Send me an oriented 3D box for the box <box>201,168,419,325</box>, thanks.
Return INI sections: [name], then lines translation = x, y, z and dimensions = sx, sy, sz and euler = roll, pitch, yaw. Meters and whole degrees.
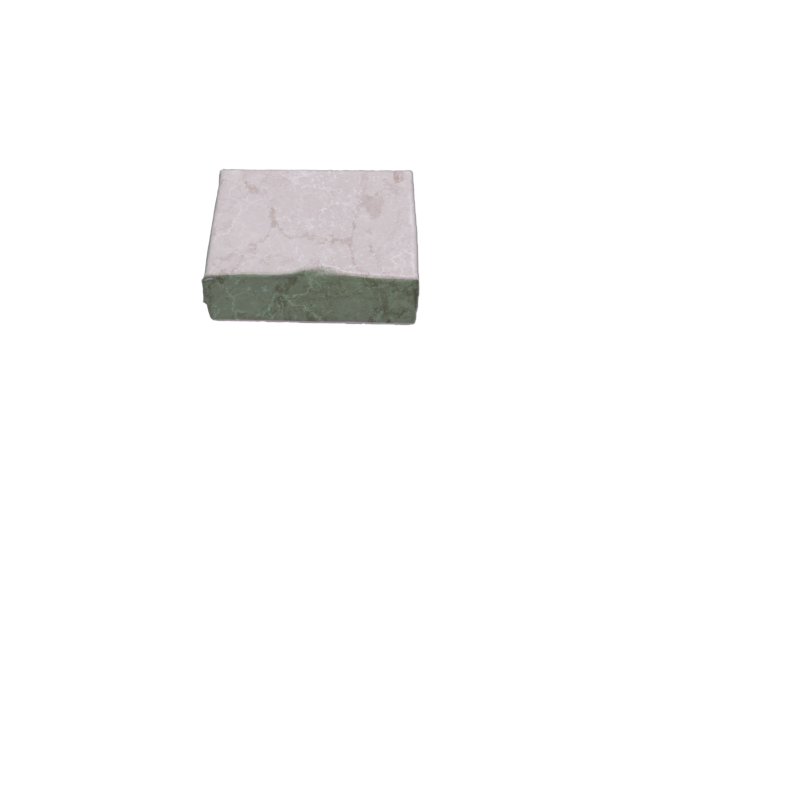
[box]
translation = -0.038, -0.068, 0.480
dimensions = 0.089, 0.028, 0.078
euler = 1, 45, 0
